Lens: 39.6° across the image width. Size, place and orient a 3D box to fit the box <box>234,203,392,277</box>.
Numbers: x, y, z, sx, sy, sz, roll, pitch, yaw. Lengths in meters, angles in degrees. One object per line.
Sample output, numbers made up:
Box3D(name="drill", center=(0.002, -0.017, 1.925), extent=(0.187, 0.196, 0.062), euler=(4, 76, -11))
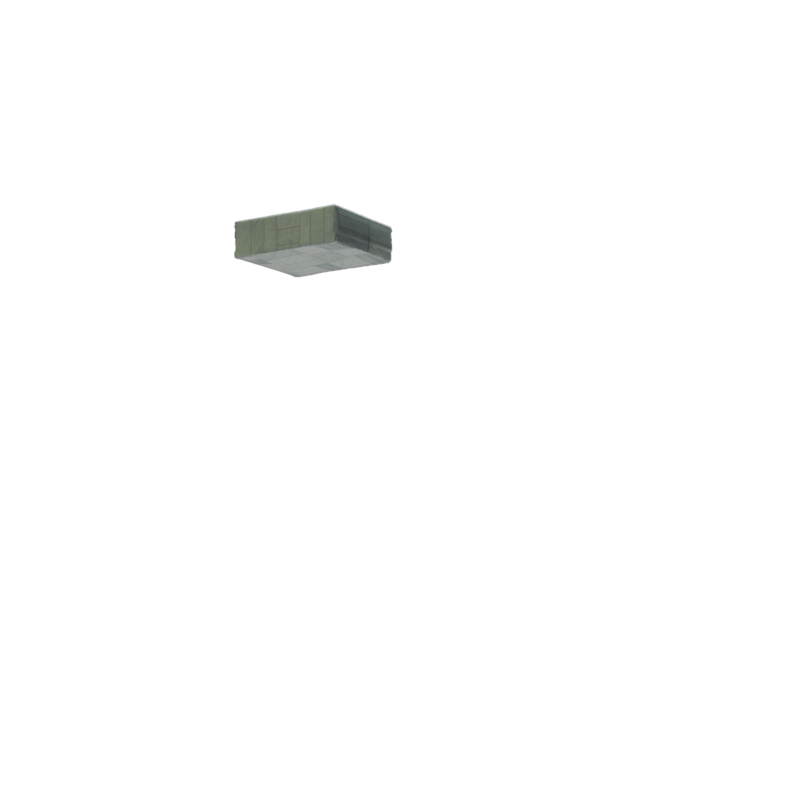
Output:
Box3D(name="box", center=(-0.077, -0.140, 0.982), extent=(0.116, 0.040, 0.085), euler=(-6, -11, 33))
